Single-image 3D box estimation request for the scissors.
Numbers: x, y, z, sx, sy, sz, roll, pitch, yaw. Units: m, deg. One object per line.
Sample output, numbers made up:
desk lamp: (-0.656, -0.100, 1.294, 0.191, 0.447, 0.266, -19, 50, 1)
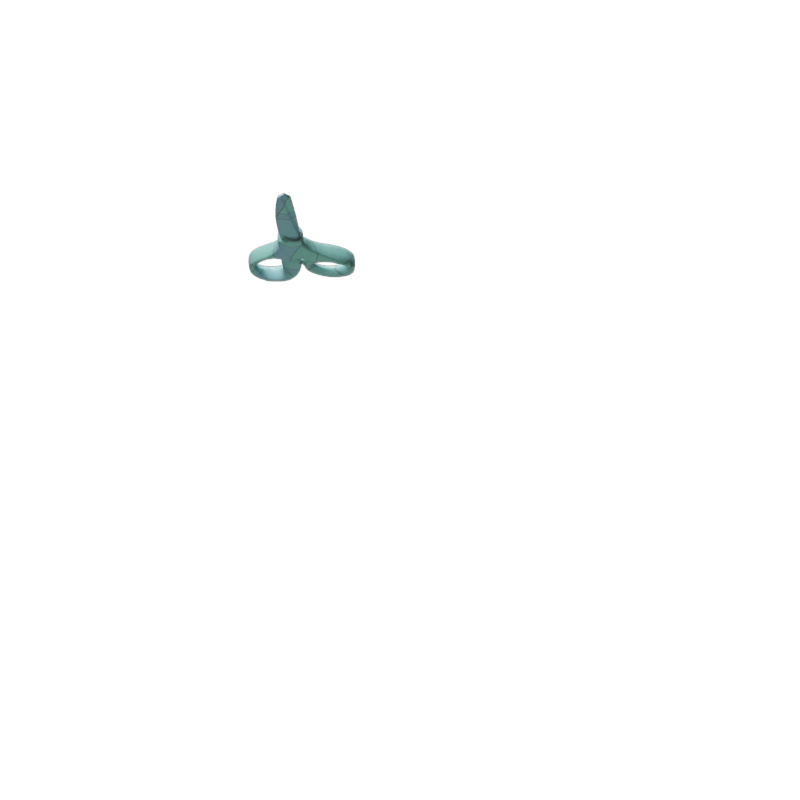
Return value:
scissors: (-0.067, -0.121, 0.851, 0.094, 0.016, 0.200, 3, -9, -17)
